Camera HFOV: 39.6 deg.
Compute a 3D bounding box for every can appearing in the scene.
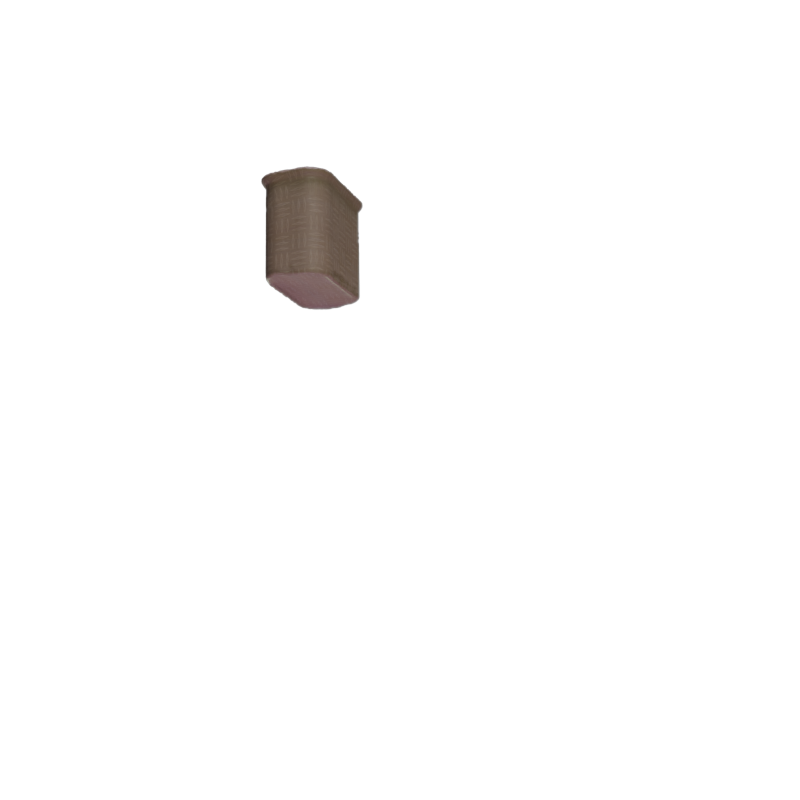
[{"bbox_3d":[-0.068,-0.124,0.866,0.058,0.087,0.096,-7,-16,19],"label":"can"}]
